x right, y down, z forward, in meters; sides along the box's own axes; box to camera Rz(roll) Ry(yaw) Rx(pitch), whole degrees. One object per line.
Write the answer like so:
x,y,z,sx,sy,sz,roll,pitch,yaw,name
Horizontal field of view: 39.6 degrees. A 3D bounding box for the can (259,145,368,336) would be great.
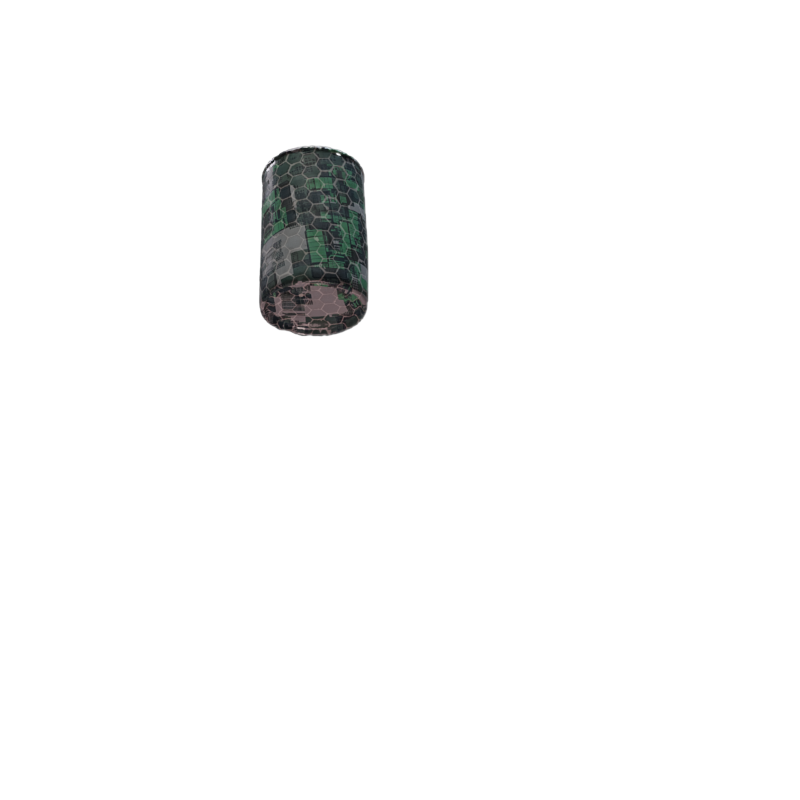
-0.055,-0.100,0.699,0.068,0.109,0.064,-1,-32,-2,can
